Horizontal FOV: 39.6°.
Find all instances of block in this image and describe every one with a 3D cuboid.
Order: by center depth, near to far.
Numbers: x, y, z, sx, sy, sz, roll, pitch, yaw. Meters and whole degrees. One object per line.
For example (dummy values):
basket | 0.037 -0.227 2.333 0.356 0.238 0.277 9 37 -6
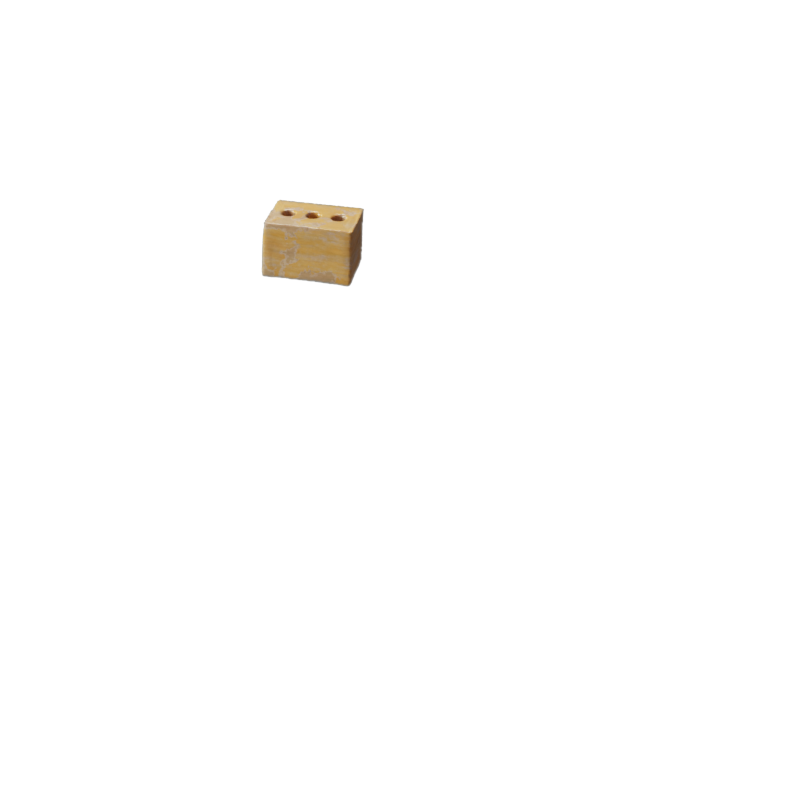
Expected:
block | -0.074 -0.134 0.942 0.079 0.048 0.055 7 31 10
